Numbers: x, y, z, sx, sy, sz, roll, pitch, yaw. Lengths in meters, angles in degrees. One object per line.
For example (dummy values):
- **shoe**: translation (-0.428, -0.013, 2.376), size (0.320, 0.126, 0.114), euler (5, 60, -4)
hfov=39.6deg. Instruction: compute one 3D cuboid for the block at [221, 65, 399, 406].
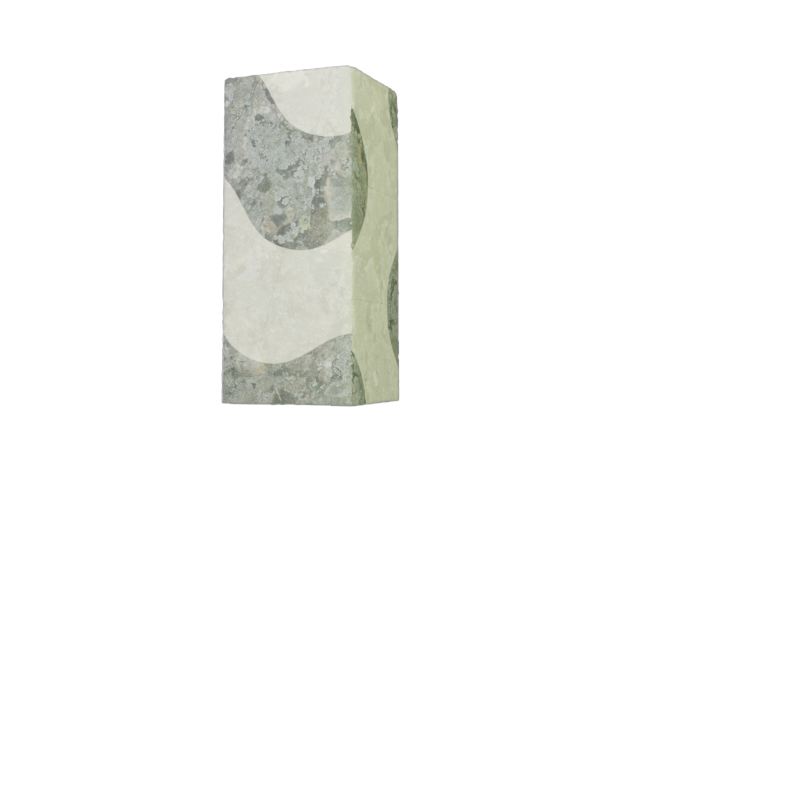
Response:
- **block**: translation (-0.056, -0.103, 0.718), size (0.092, 0.209, 0.087), euler (-2, -5, 22)
